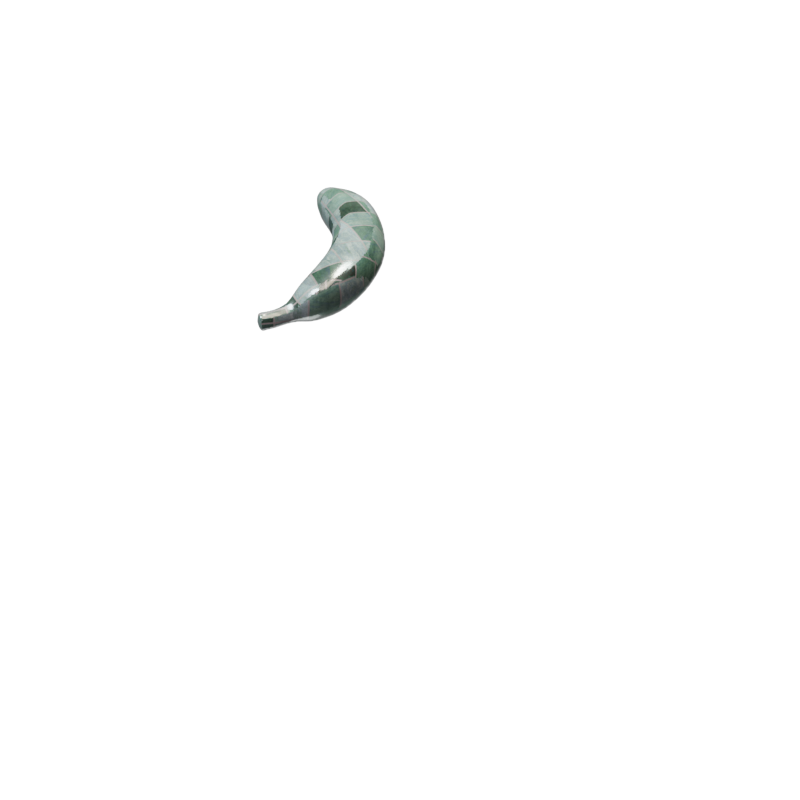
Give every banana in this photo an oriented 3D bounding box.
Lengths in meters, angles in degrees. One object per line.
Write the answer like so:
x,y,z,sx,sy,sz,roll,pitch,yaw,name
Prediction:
-0.044,-0.109,0.784,0.070,0.035,0.207,5,33,7,banana
